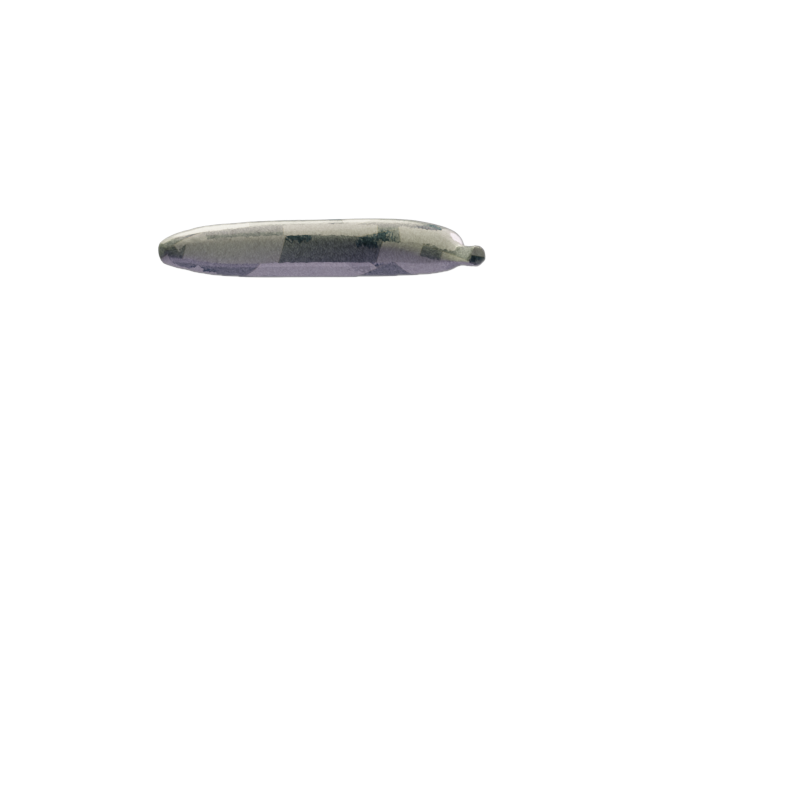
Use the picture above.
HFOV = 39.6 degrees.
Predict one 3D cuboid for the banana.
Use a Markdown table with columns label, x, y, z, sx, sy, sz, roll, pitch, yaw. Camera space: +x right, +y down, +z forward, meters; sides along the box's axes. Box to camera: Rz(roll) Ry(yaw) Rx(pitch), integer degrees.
| label | x | y | z | sx | sy | sz | roll | pitch | yaw |
| --- | --- | --- | --- | --- | --- | --- | --- | --- | --- |
| banana | -0.047 | -0.096 | 0.689 | 0.200 | 0.037 | 0.068 | 0 | -2 | 8 |
